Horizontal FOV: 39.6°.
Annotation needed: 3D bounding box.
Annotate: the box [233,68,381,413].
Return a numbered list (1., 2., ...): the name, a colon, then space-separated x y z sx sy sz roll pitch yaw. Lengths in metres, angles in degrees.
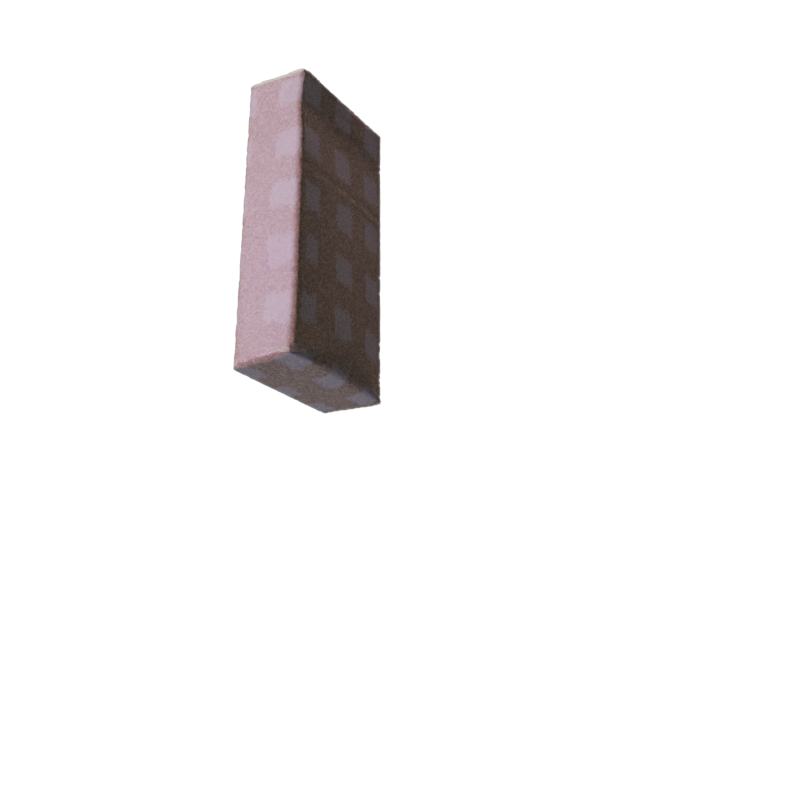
1. box: -0.050 -0.091 0.637 0.049 0.186 0.087 -16 -28 27
